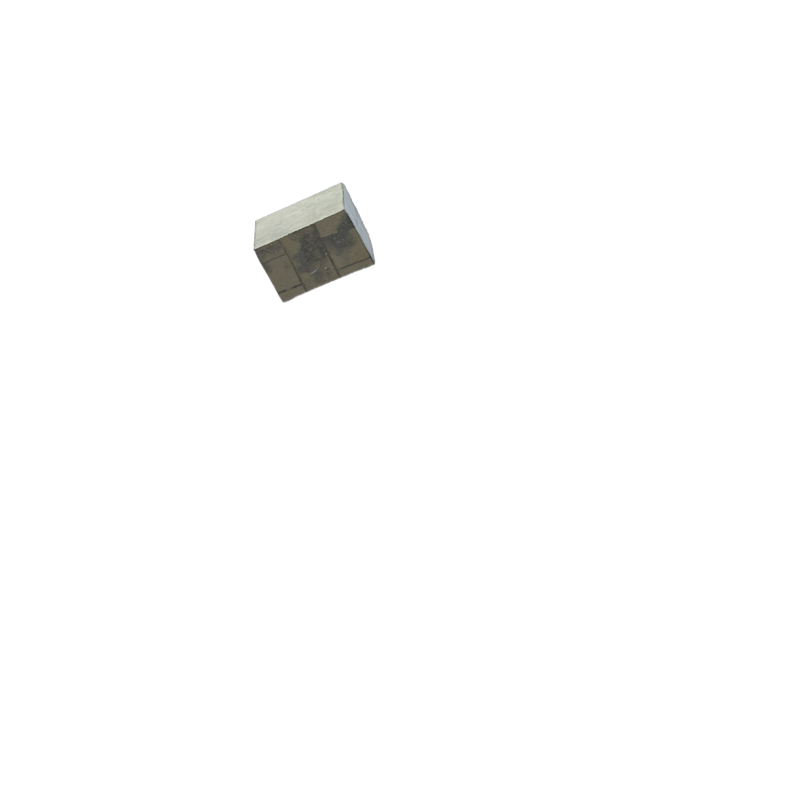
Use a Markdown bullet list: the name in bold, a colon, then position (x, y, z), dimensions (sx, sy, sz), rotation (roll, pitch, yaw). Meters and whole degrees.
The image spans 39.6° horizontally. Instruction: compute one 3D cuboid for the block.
- **block**: position (-0.066, -0.119, 0.837), dimensions (0.078, 0.049, 0.054), rotation (-21, 30, 11)
